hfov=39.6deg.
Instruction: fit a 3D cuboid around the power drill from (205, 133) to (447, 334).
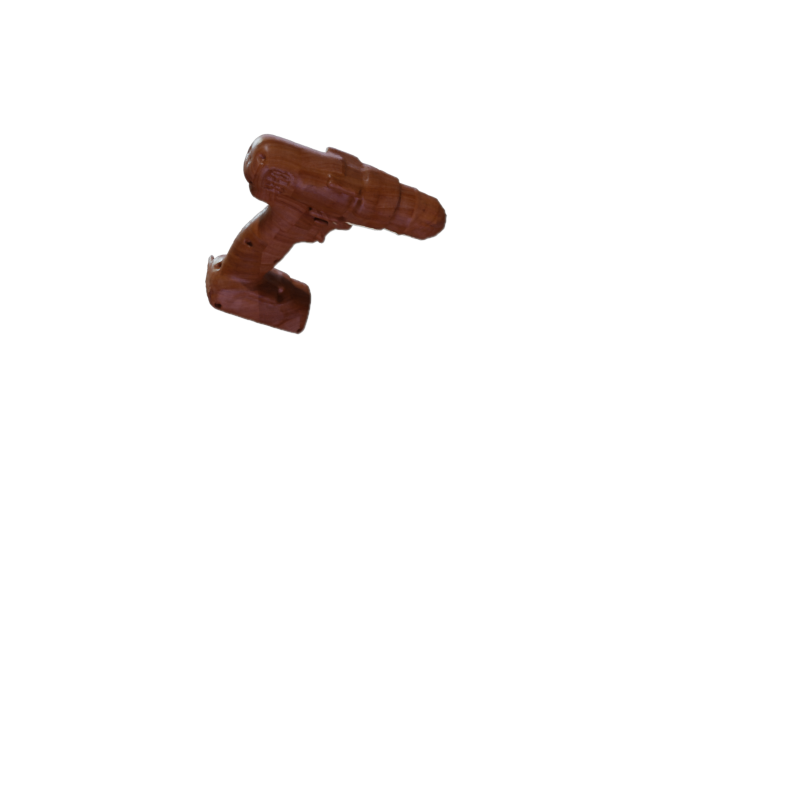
[{"bbox_3d":[-0.076,-0.139,0.975,0.178,0.062,0.181,20,-47,-20],"label":"power drill"}]
